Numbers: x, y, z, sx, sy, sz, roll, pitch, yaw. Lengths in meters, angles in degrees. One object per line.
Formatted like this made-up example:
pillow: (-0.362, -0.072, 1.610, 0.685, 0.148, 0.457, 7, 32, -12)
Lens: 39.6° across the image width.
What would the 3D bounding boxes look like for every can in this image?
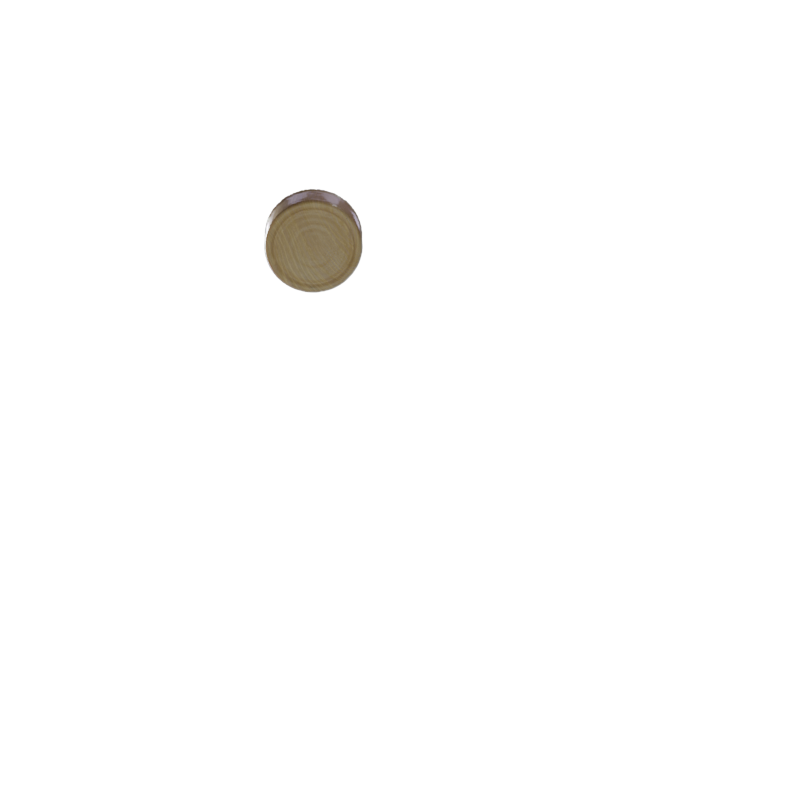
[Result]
can: (-0.075, -0.137, 0.962, 0.086, 0.082, 0.035, 1, 22, -1)
